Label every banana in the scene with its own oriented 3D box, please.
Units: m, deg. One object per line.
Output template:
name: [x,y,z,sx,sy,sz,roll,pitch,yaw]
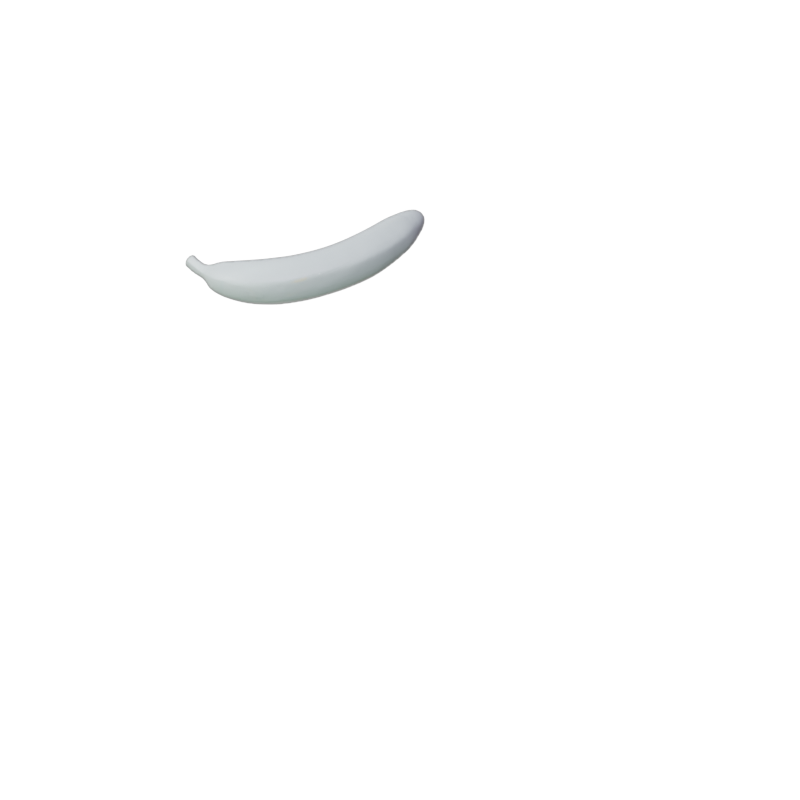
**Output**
banana: [-0.068,-0.111,0.878,0.196,0.075,0.034,-12,-35,-9]
